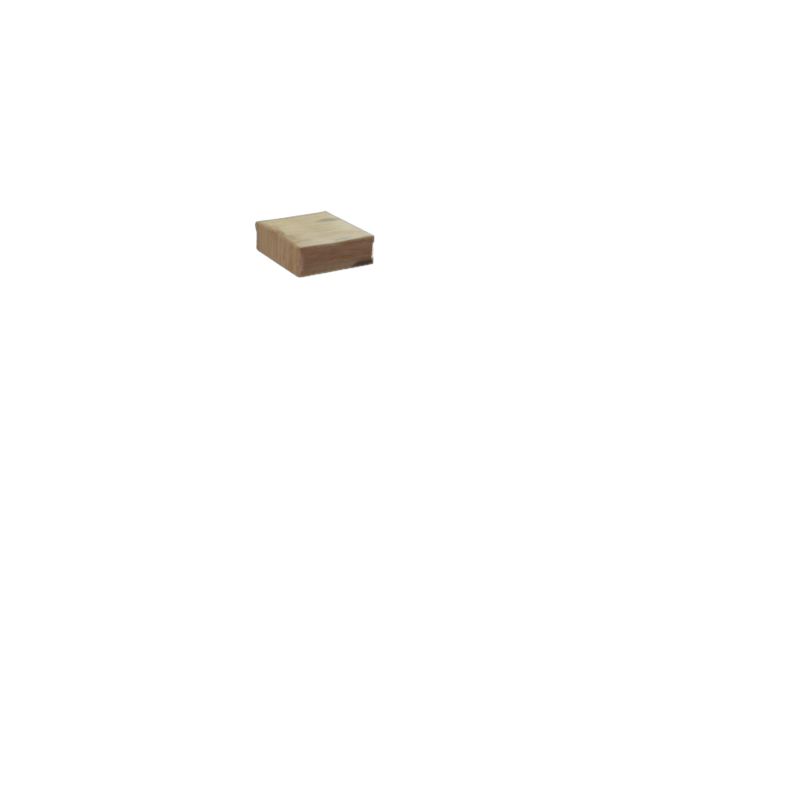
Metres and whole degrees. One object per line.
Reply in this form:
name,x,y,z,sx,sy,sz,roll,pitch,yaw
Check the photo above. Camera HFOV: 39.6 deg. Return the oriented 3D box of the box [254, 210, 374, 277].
box,-0.076,-0.138,0.964,0.072,0.029,0.095,-13,28,-27
